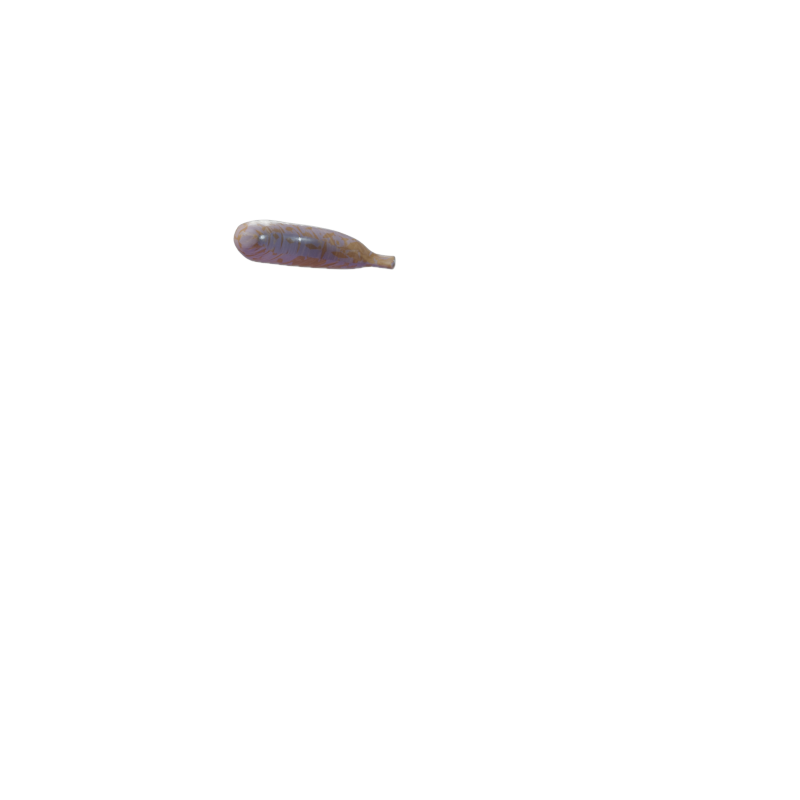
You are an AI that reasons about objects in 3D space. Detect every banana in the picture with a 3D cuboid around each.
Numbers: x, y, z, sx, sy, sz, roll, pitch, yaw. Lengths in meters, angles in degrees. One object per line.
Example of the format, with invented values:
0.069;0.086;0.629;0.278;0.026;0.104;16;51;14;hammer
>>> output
-0.085;-0.133;0.939;0.072;0.037;0.190;1;2;37;banana
